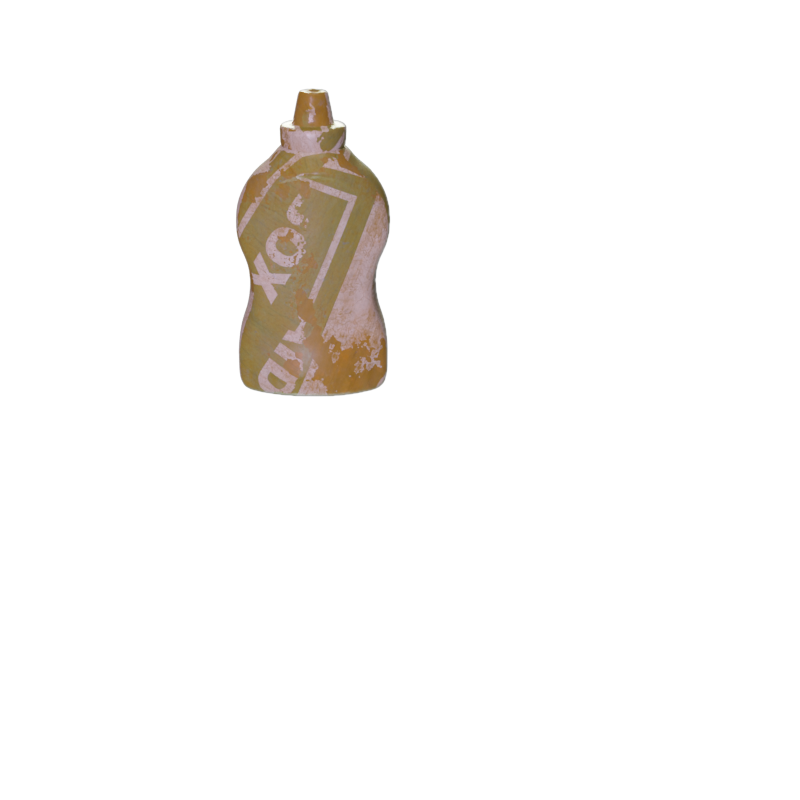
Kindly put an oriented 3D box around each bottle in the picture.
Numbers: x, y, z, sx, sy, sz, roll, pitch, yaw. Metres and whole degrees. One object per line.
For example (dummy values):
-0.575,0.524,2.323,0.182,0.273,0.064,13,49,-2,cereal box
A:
-0.055,-0.100,0.699,0.096,0.184,0.061,1,18,0,bottle
